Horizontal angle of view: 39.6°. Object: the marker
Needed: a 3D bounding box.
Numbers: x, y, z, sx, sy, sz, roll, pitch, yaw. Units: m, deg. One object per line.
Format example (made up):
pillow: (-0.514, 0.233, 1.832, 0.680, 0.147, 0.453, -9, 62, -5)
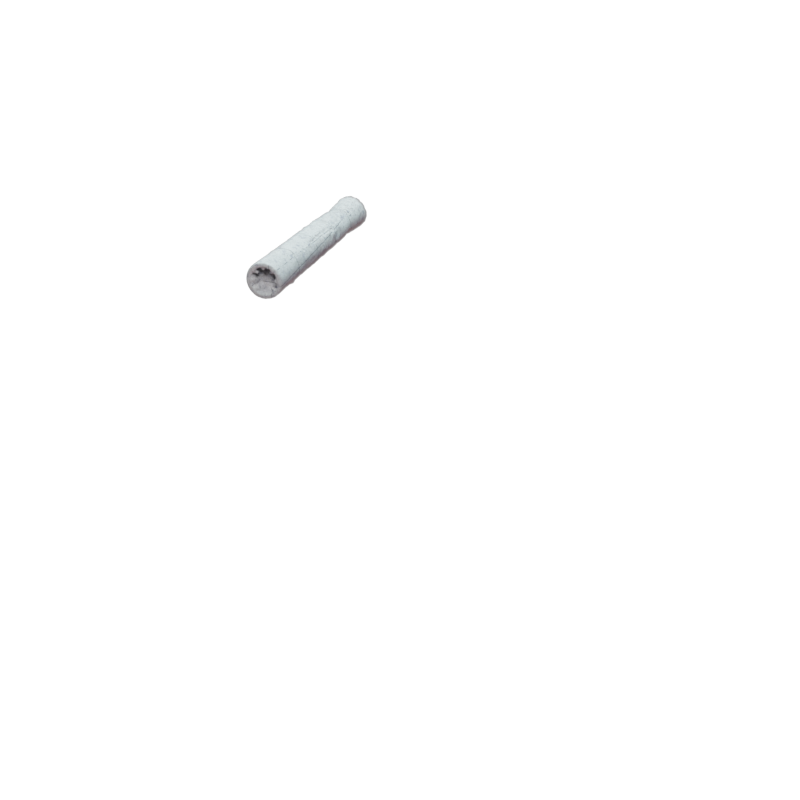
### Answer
marker: (-0.045, -0.083, 0.579, 0.020, 0.019, 0.123, 1, 25, 21)
